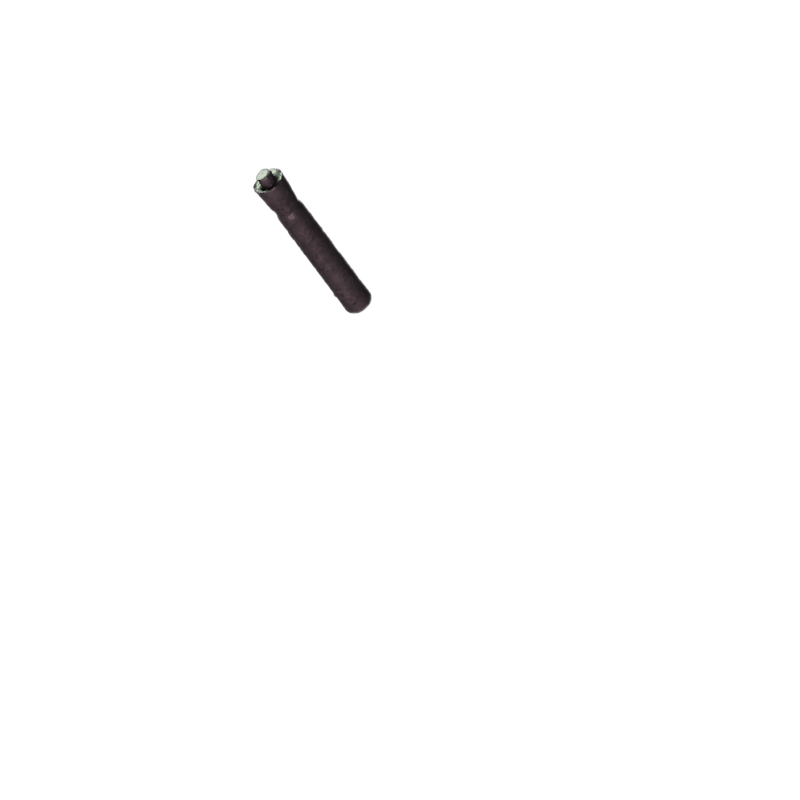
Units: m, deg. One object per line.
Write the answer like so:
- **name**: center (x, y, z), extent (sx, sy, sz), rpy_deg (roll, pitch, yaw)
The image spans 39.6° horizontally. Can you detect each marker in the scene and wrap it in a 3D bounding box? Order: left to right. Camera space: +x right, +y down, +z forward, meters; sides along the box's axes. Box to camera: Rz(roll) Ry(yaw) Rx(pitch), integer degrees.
- **marker**: center (-0.051, -0.093, 0.654), extent (0.020, 0.021, 0.112), rpy_deg (2, -34, 35)
